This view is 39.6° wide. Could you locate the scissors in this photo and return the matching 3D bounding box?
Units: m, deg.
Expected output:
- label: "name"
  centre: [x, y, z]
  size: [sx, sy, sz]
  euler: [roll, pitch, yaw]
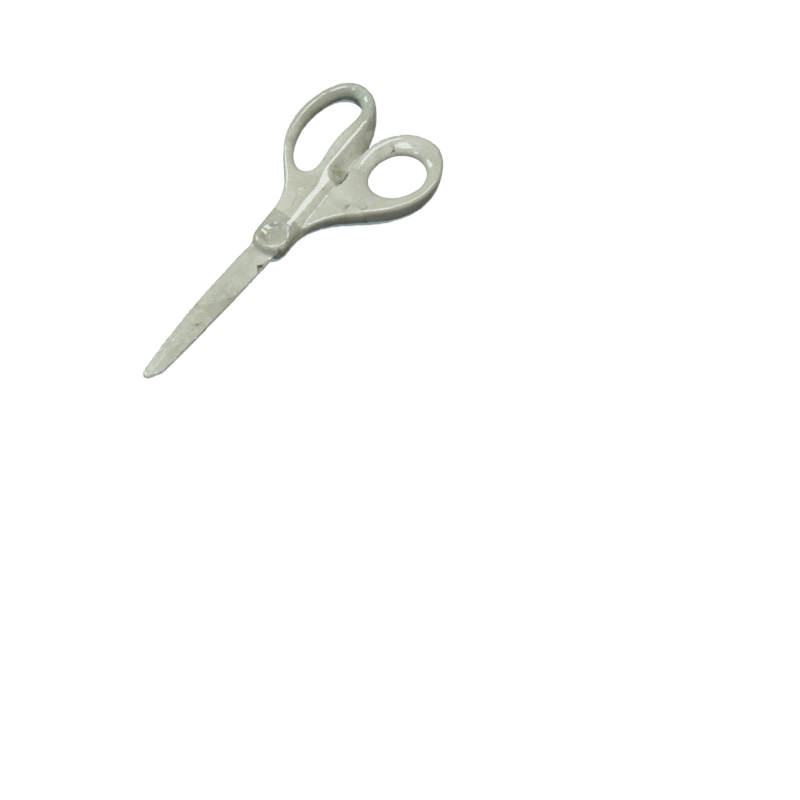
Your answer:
- label: "scissors"
  centre: [-0.045, -0.081, 0.569]
  size: [0.098, 0.210, 0.015]
  euler: [17, -28, 9]
